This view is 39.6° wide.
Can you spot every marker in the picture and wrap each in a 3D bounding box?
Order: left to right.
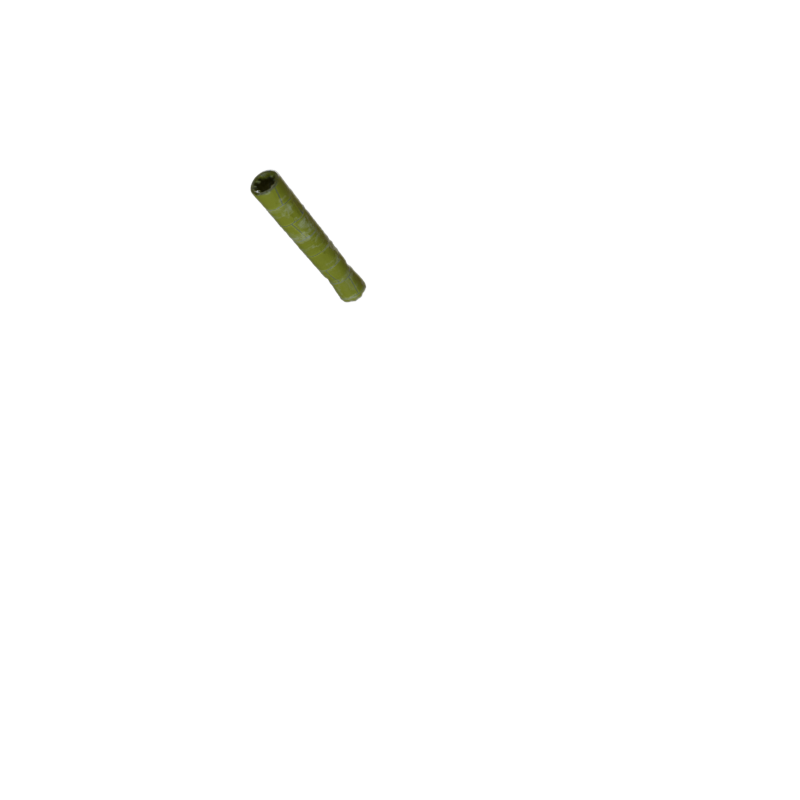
[{"bbox_3d":[-0.052,-0.095,0.665,0.020,0.021,0.112,2,-29,32],"label":"marker"}]
